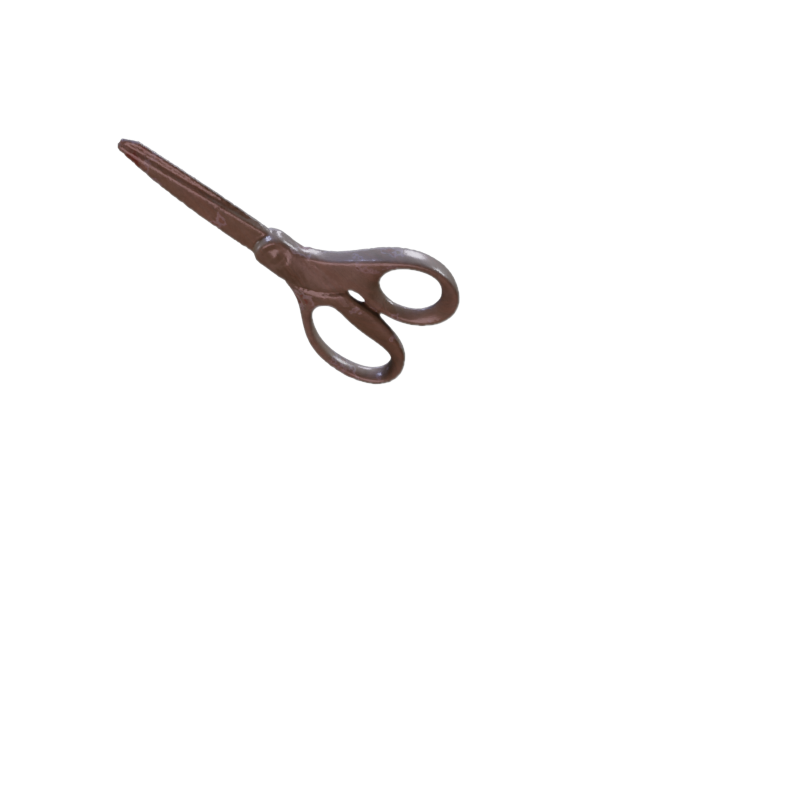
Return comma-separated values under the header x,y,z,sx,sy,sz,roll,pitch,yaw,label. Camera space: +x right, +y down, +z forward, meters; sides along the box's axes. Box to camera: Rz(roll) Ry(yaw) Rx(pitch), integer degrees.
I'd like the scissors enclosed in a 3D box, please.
x,y,z,sx,sy,sz,roll,pitch,yaw,label
-0.044,-0.081,0.568,0.096,0.188,0.017,-27,34,20,scissors
